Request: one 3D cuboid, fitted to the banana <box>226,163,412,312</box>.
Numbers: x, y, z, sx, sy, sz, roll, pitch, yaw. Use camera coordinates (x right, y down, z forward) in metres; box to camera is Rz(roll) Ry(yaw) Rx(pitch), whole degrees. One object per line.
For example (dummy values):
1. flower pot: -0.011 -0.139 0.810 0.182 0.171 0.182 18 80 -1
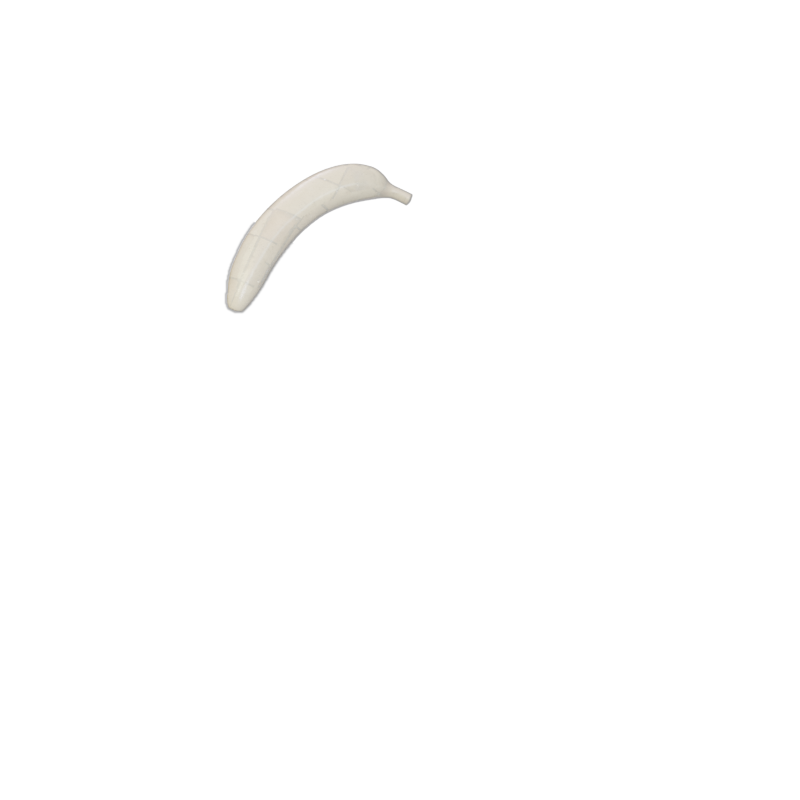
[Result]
1. banana: -0.085 -0.157 0.987 0.198 0.073 0.035 -35 -15 -12
